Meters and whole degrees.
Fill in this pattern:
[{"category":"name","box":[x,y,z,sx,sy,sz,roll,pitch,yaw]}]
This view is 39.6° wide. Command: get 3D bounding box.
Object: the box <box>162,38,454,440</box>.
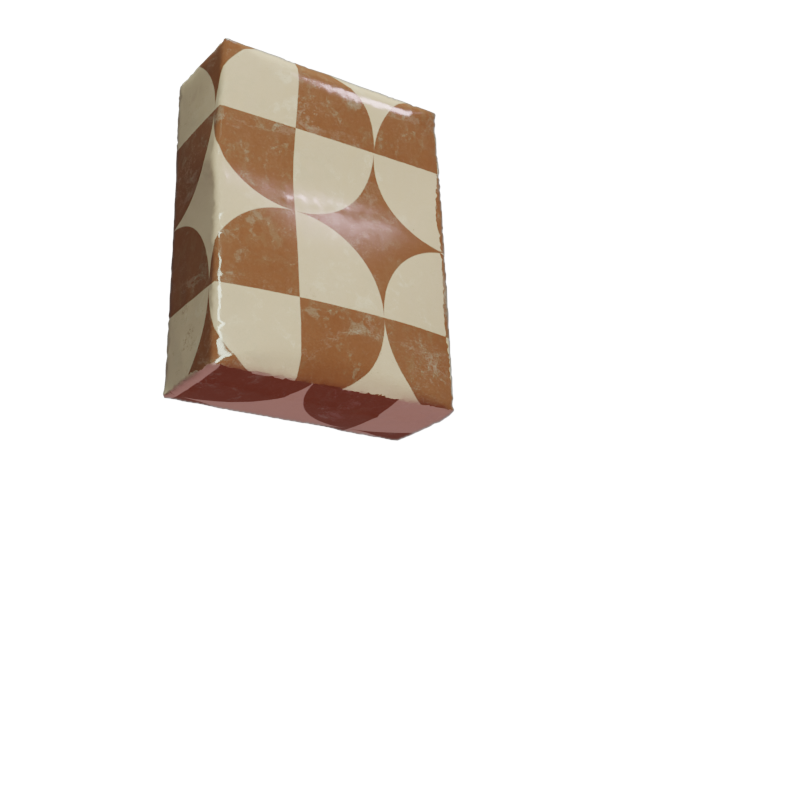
[{"category":"box","box":[-0.053,-0.097,0.677,0.156,0.226,0.071,13,-29,-30]}]
